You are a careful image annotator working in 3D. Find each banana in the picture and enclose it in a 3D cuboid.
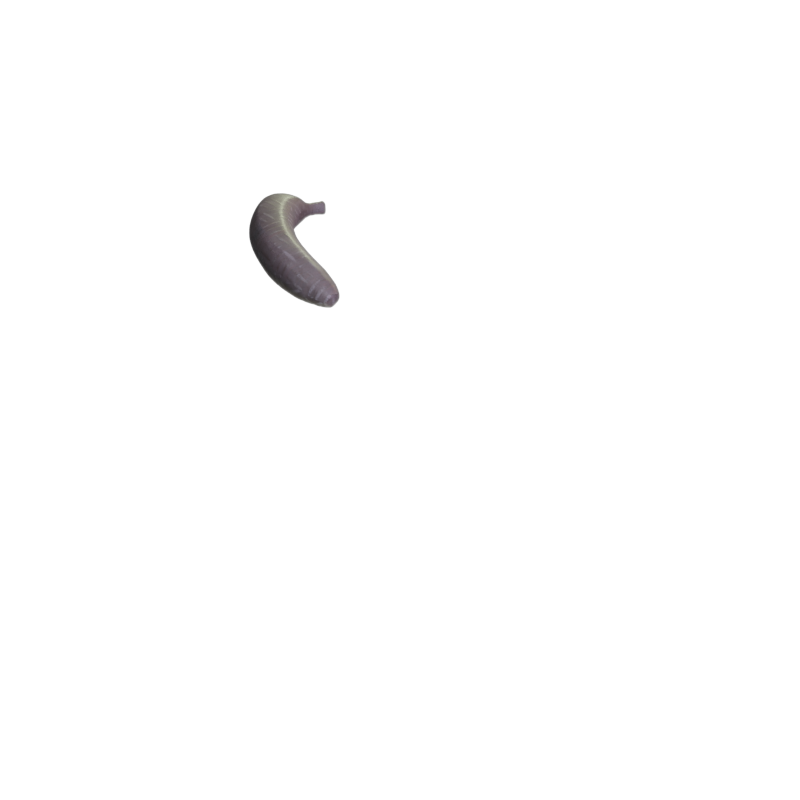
[{"bbox_3d":[-0.091,-0.133,0.920,0.069,0.035,0.211,-3,32,-5],"label":"banana"}]
